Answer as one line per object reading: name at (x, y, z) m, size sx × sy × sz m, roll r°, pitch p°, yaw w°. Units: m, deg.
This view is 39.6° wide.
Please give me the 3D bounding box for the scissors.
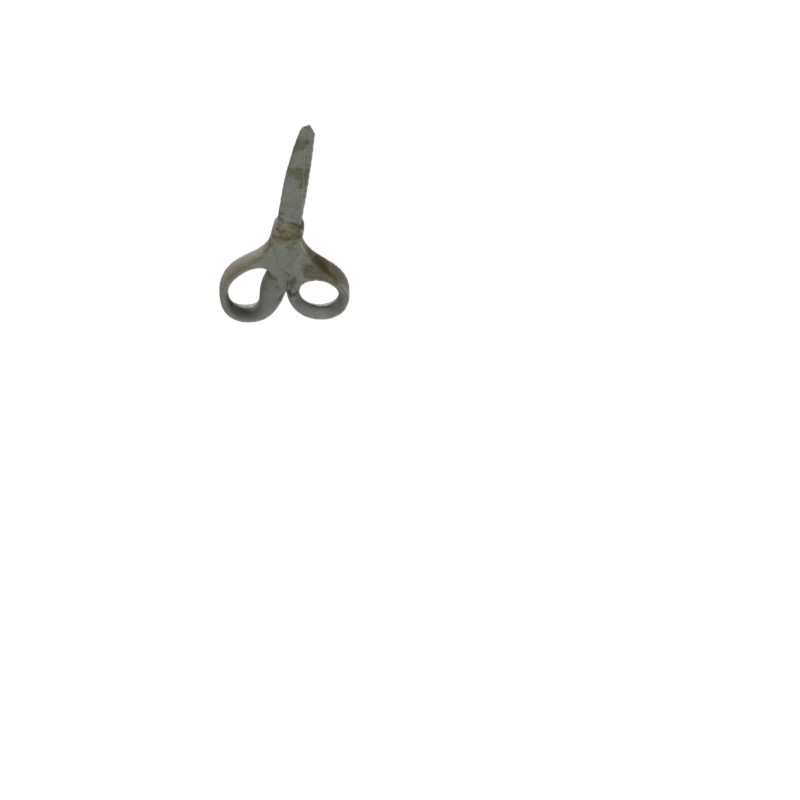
scissors at (-0.055, -0.100, 0.697) m, size 0.093 × 0.017 × 0.196 m, roll 13°, pitch -32°, yaw -23°
